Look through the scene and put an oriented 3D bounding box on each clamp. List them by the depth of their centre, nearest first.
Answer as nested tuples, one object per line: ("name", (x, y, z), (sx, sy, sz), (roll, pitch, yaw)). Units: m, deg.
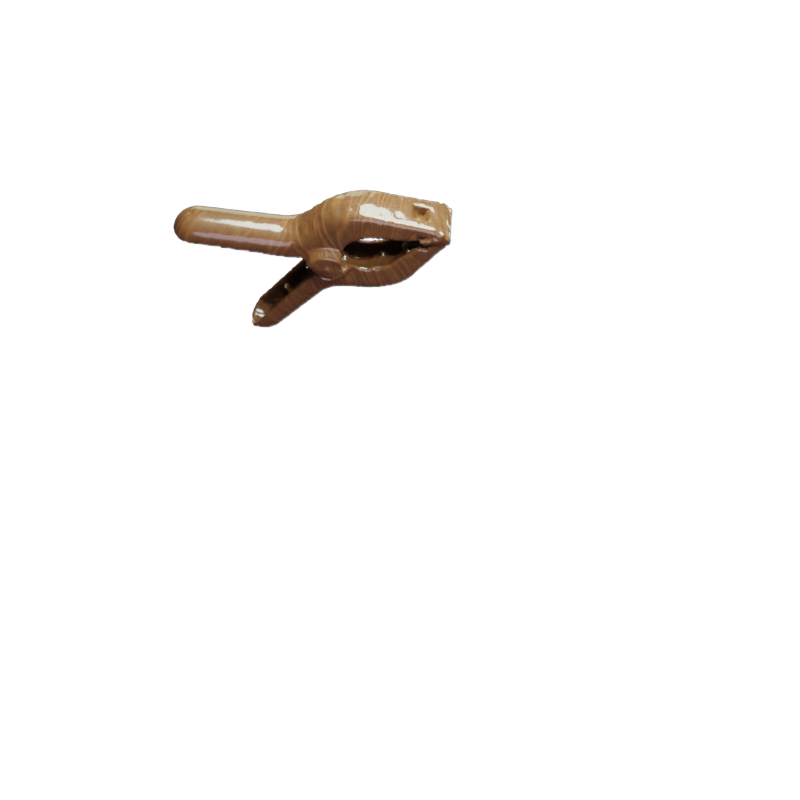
("clamp", (-0.055, -0.100, 0.701), (0.173, 0.042, 0.111), (-17, -33, 28))
